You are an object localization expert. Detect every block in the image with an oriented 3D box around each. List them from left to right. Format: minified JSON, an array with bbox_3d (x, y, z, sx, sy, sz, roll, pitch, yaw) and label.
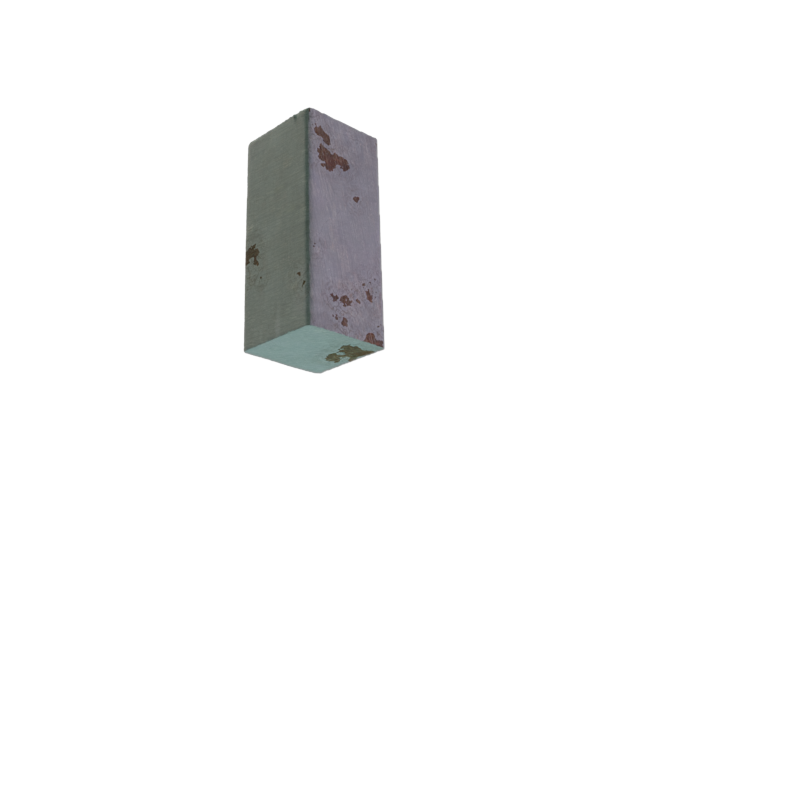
[{"bbox_3d":[-0.078,-0.141,0.987,0.085,0.218,0.091,19,-31,-40],"label":"block"}]
